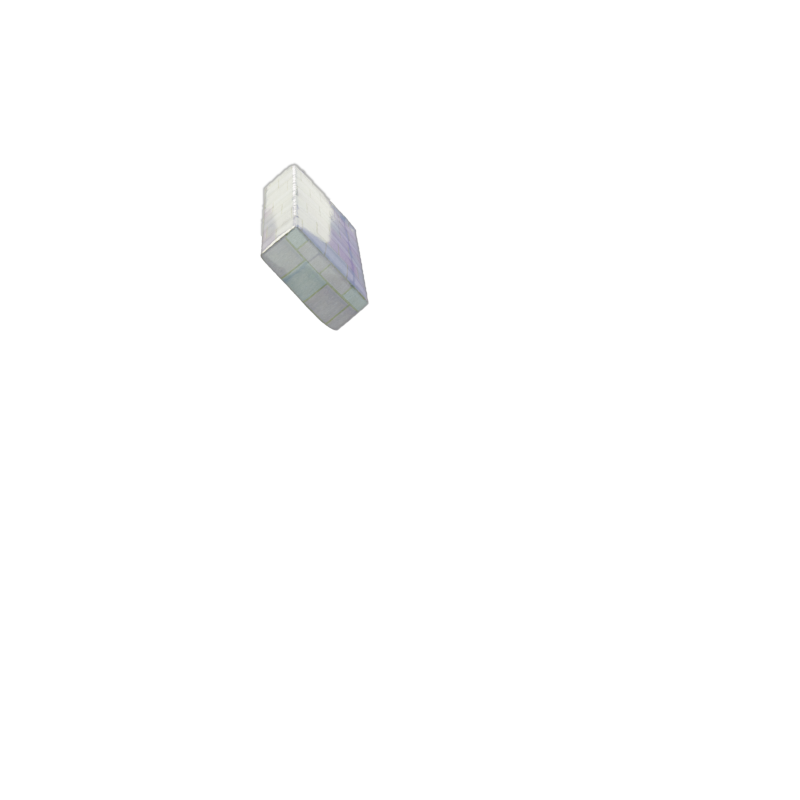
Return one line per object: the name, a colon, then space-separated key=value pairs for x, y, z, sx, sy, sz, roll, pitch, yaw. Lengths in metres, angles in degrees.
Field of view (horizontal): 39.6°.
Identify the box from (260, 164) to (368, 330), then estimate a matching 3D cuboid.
box: x=-0.076 y=-0.138 z=0.966 sx=0.048 sy=0.089 sz=0.187 roll=-38 pitch=24 yaw=16
